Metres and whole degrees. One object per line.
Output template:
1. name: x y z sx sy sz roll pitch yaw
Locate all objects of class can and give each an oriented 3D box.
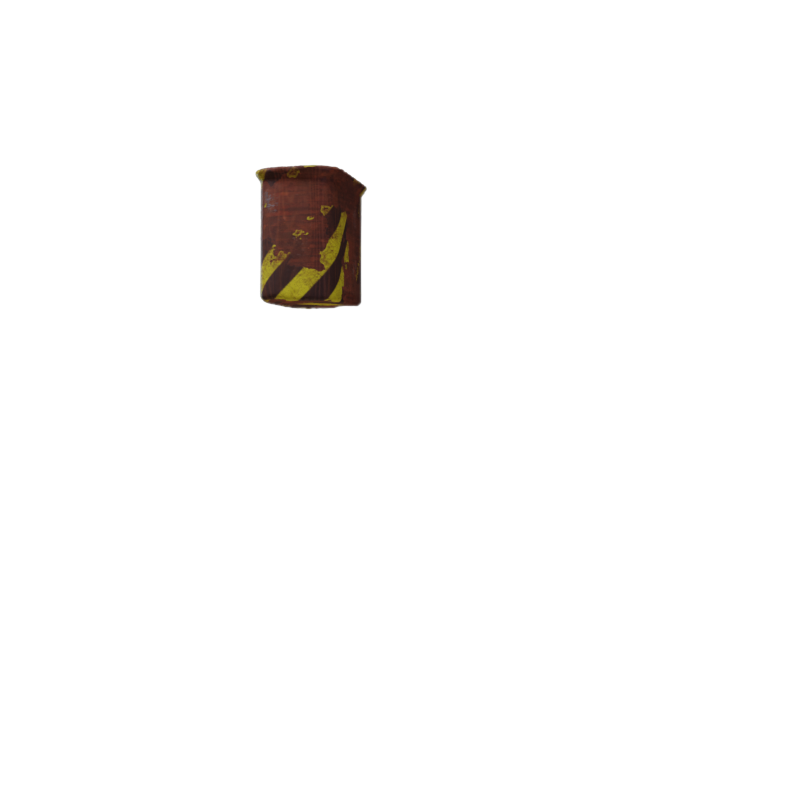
1. can: -0.057 -0.104 0.730 0.058 0.085 0.099 -1 -2 12
